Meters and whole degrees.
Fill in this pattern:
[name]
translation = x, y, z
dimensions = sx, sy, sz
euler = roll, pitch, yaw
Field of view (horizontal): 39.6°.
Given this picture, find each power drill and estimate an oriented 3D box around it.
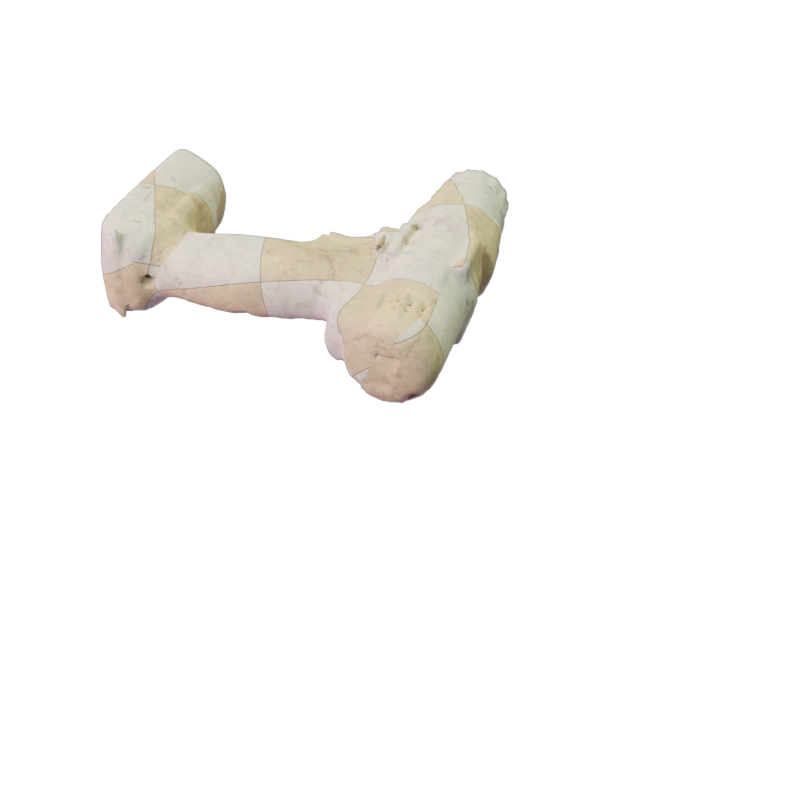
[power drill]
translation = -0.045, -0.083, 0.578
dimensions = 0.193, 0.054, 0.191
euler = 11, 36, 15
